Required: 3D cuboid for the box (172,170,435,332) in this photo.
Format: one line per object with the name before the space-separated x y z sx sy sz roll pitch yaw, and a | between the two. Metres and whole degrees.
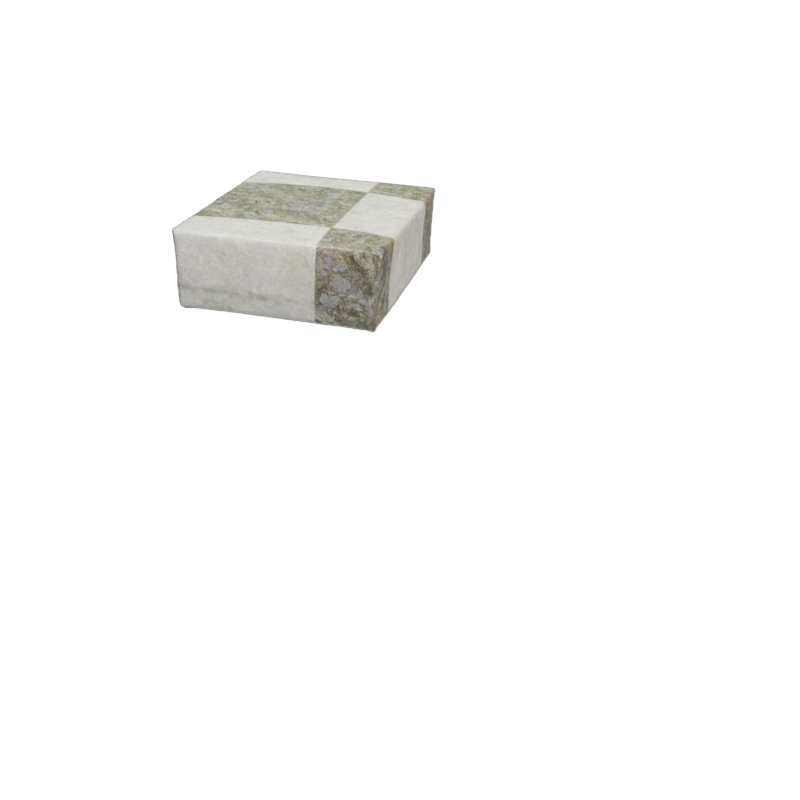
box | -0.039 -0.071 0.496 0.092 0.037 0.117 6 26 13
